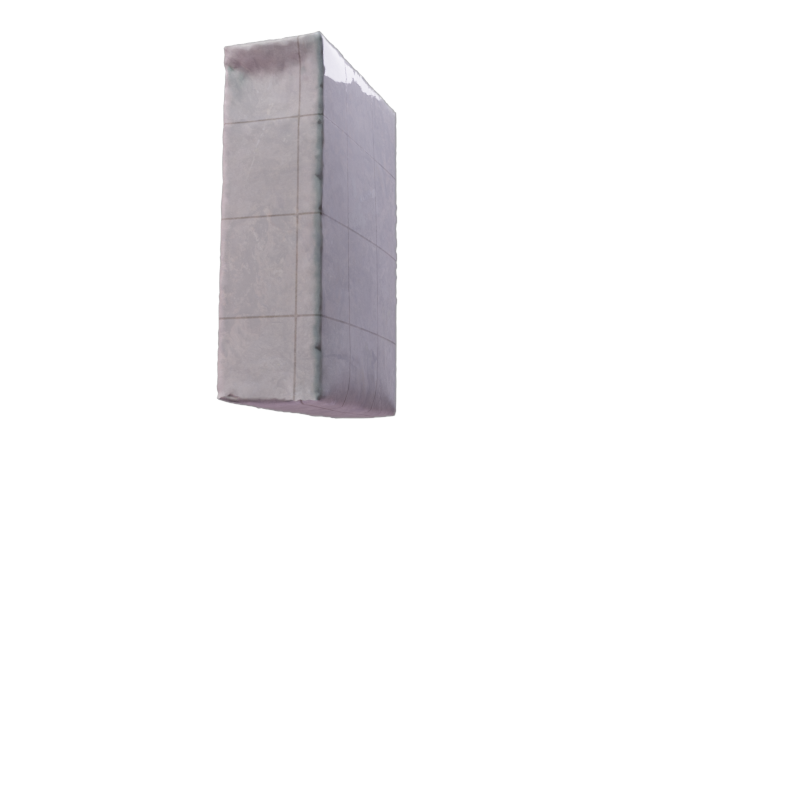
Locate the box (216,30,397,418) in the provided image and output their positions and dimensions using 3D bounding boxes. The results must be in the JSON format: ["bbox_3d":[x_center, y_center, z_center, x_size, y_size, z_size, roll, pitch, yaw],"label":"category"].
[{"bbox_3d":[-0.054,-0.099,0.696,0.073,0.219,0.157,-4,-9,16],"label":"box"}]
